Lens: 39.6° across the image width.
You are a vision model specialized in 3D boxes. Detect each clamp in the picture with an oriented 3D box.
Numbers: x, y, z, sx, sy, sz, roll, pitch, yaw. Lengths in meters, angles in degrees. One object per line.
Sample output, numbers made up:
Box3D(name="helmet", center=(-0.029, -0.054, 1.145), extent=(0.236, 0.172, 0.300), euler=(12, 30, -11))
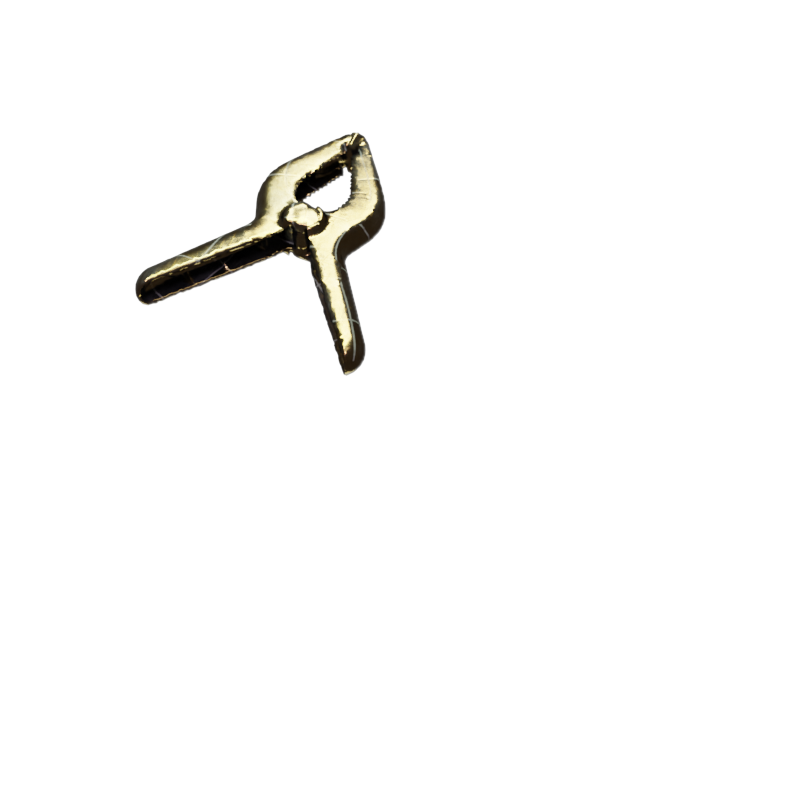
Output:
Box3D(name="clamp", center=(-0.061, -0.111, 0.779), extent=(0.171, 0.216, 0.034), euler=(23, -37, 19))
